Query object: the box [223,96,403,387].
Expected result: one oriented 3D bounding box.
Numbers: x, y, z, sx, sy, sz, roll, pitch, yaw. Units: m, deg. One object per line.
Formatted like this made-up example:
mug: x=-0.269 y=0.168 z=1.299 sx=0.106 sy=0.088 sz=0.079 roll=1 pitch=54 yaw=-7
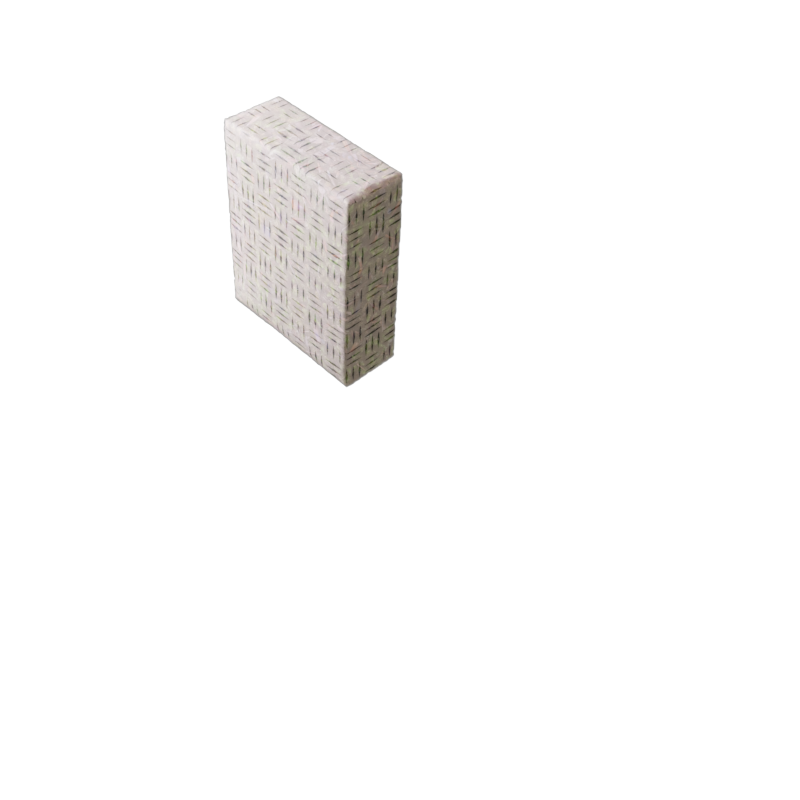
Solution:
box: x=-0.078 y=-0.142 z=0.995 sx=0.072 sy=0.199 sz=0.176 roll=-30 pitch=52 yaw=-31
